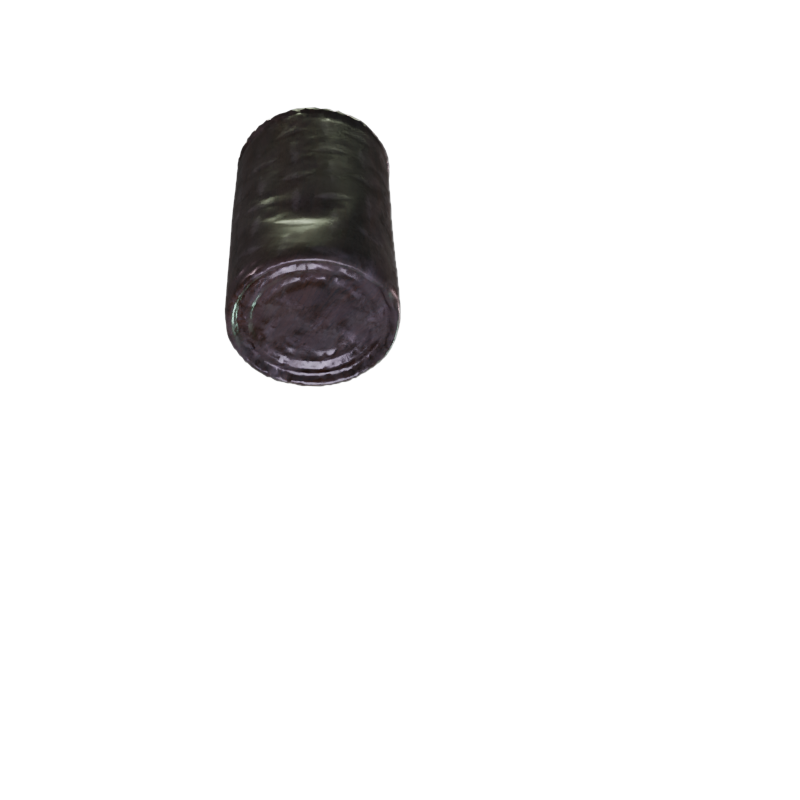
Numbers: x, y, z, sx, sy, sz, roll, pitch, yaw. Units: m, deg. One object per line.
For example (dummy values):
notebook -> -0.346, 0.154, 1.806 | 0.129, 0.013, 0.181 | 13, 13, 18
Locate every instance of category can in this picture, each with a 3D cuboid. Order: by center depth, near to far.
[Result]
can -> -0.035, -0.065, 0.453 | 0.068, 0.064, 0.110 | -1, 42, -3
